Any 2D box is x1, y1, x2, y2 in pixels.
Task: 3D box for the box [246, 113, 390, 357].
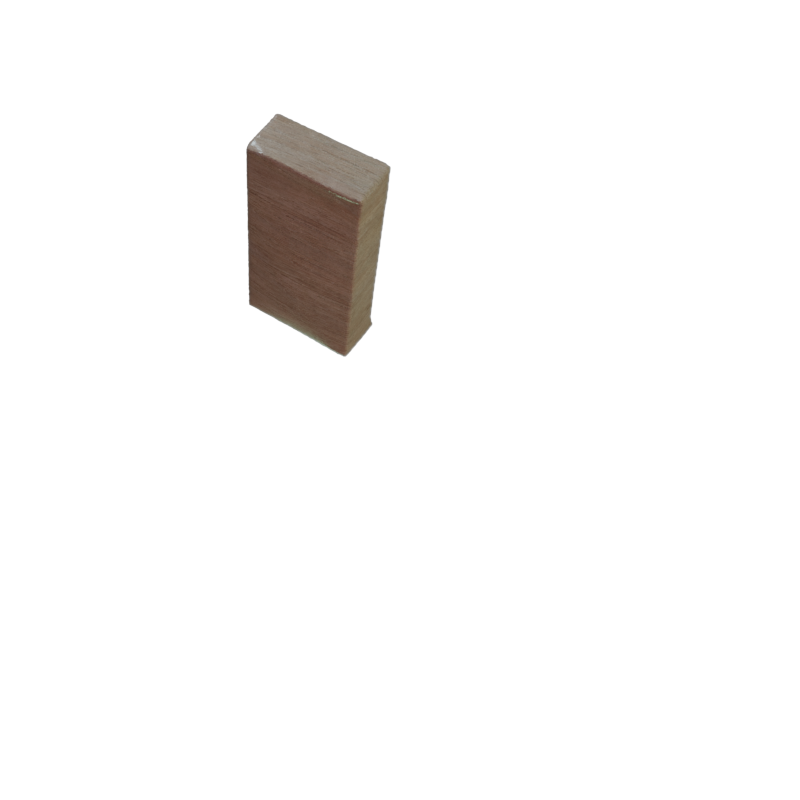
[{"bbox_3d":[-0.062,-0.113,0.791,0.097,0.049,0.165,29,-31,15],"label":"box"}]
